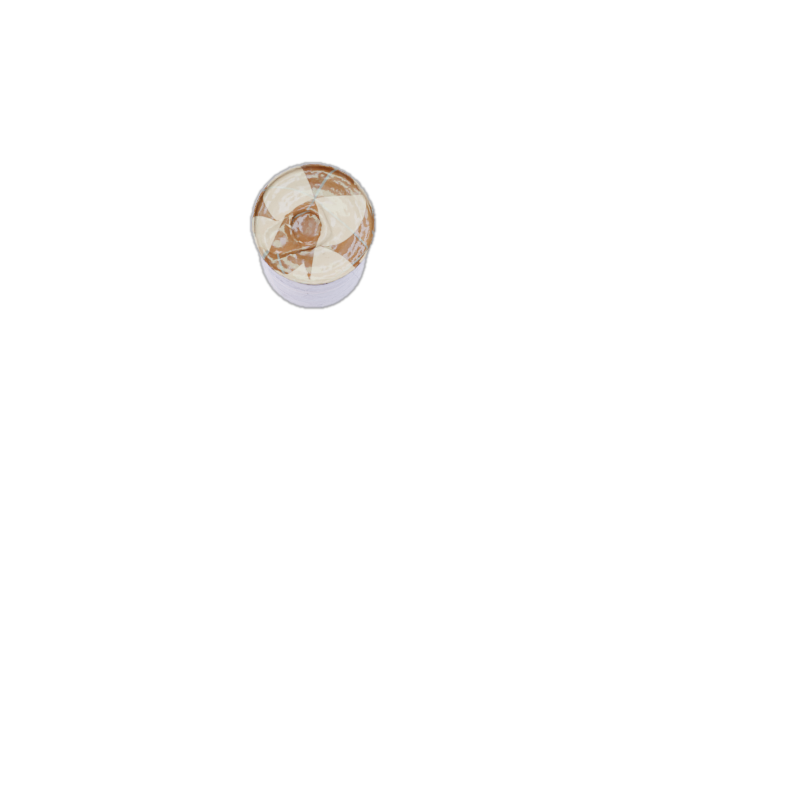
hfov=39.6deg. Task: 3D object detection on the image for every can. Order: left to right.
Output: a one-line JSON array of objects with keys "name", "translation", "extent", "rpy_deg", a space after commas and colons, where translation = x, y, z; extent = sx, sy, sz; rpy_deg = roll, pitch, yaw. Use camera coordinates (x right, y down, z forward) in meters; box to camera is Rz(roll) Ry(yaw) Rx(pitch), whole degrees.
[{"name": "can", "translation": [-0.051, -0.093, 0.654], "extent": [0.068, 0.070, 0.100], "rpy_deg": [0, -6, -3]}]
